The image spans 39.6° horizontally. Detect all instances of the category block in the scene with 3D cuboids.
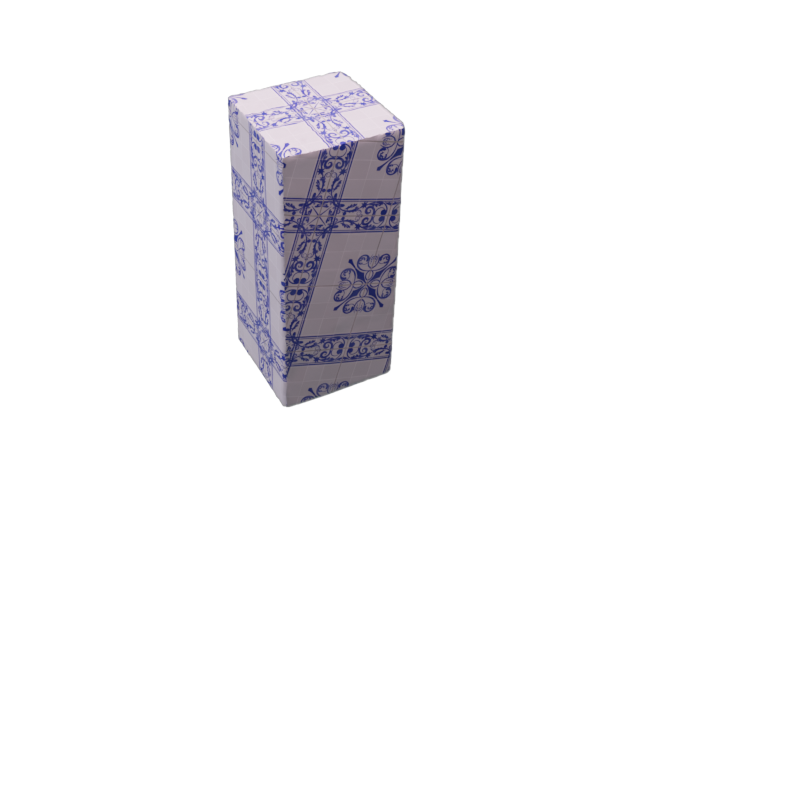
[{"bbox_3d":[-0.060,-0.110,0.772,0.089,0.193,0.098,-17,42,-23],"label":"block"}]
